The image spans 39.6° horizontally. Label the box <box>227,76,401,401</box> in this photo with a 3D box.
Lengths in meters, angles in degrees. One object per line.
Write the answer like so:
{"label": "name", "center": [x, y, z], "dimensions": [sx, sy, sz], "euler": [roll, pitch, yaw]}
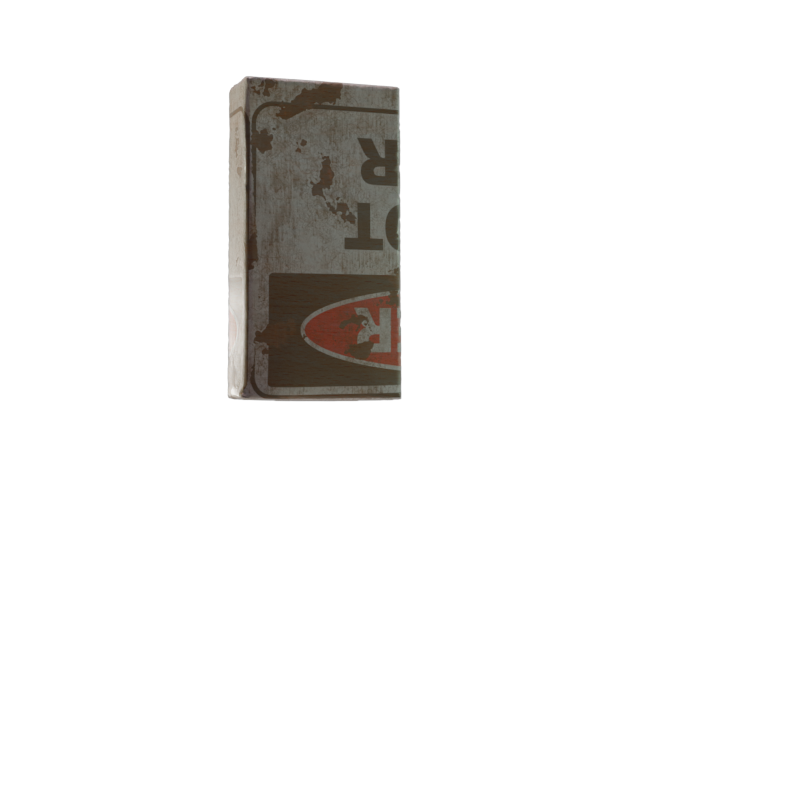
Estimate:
{"label": "box", "center": [-0.049, -0.089, 0.622], "dimensions": [0.091, 0.179, 0.049], "euler": [1, -6, -20]}
